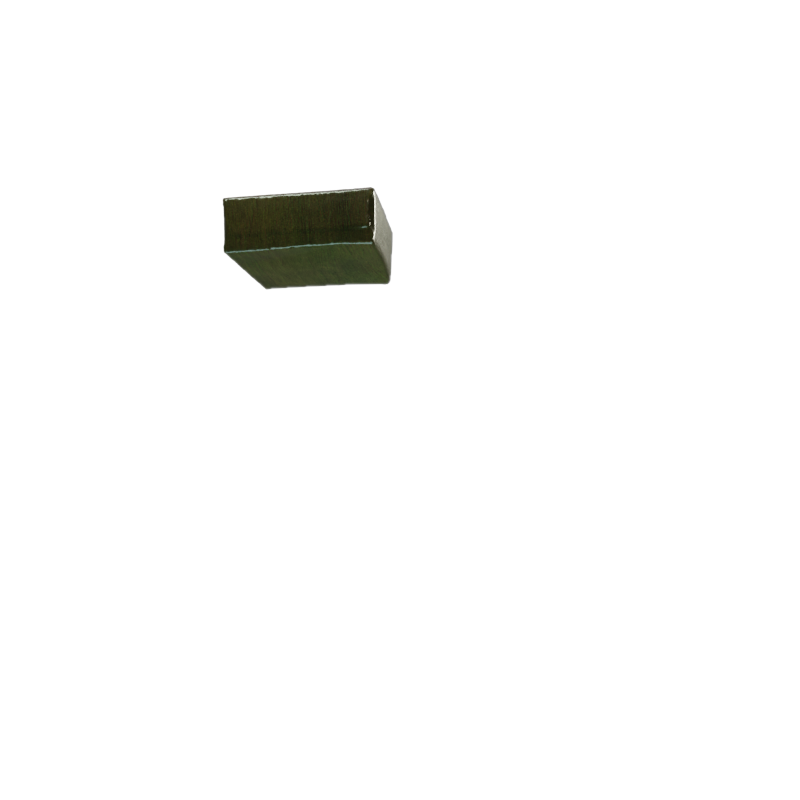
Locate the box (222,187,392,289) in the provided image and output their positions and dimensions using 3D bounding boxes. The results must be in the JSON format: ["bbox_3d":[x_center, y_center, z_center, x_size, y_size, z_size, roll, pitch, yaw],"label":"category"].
[{"bbox_3d":[-0.054,-0.098,0.688,0.091,0.040,0.109,-1,-9,7],"label":"box"}]
